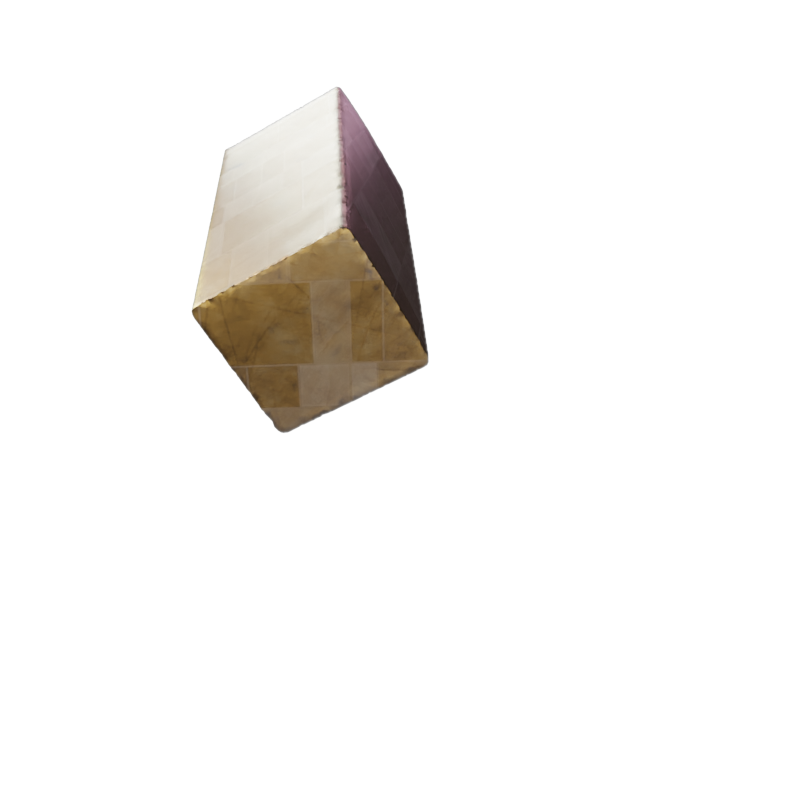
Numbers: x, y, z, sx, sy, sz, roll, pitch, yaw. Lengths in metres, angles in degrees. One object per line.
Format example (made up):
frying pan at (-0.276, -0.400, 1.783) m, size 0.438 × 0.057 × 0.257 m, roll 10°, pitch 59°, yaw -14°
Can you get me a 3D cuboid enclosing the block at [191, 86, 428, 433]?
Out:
block at (-0.049, -0.090, 0.636) m, size 0.091 × 0.085 × 0.219 m, roll -27°, pitch 30°, yaw 13°
